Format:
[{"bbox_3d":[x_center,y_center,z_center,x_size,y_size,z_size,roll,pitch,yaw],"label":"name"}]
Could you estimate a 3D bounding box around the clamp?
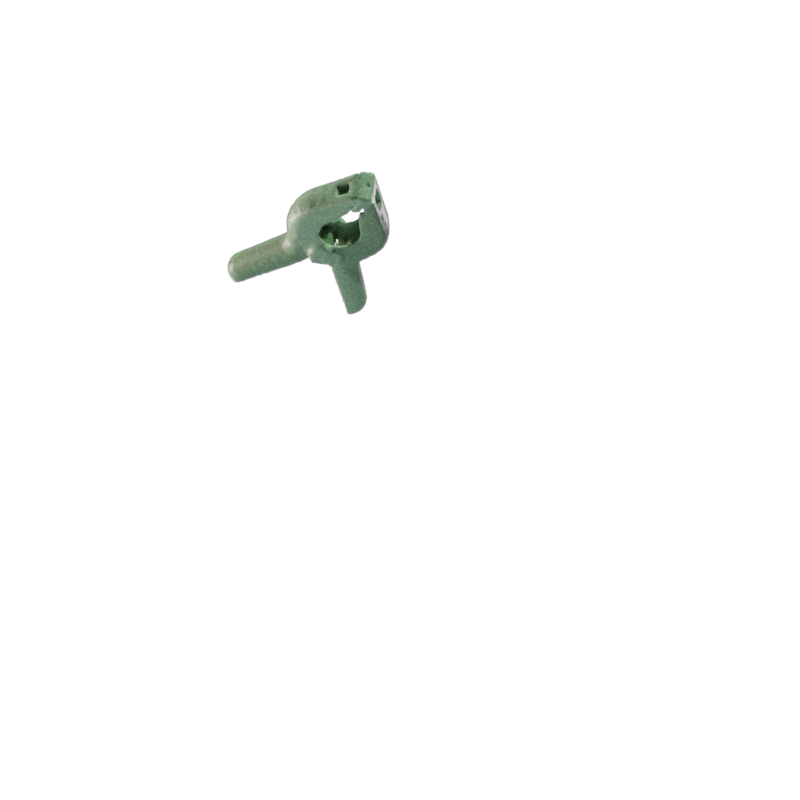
[{"bbox_3d":[-0.068,-0.124,0.871,0.118,0.042,0.164,7,-30,-12],"label":"clamp"}]
